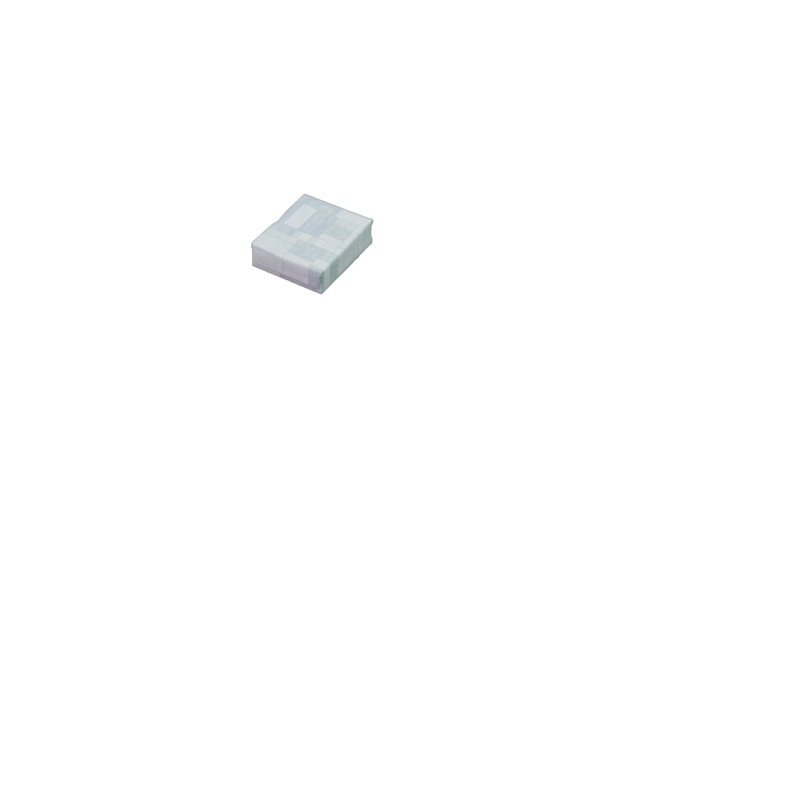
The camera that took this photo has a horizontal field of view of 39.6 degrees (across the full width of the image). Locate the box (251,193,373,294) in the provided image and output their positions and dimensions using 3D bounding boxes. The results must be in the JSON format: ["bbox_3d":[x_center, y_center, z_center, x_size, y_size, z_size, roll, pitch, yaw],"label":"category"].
[{"bbox_3d":[-0.076,-0.138,0.968,0.076,0.028,0.091,22,48,22],"label":"box"}]
